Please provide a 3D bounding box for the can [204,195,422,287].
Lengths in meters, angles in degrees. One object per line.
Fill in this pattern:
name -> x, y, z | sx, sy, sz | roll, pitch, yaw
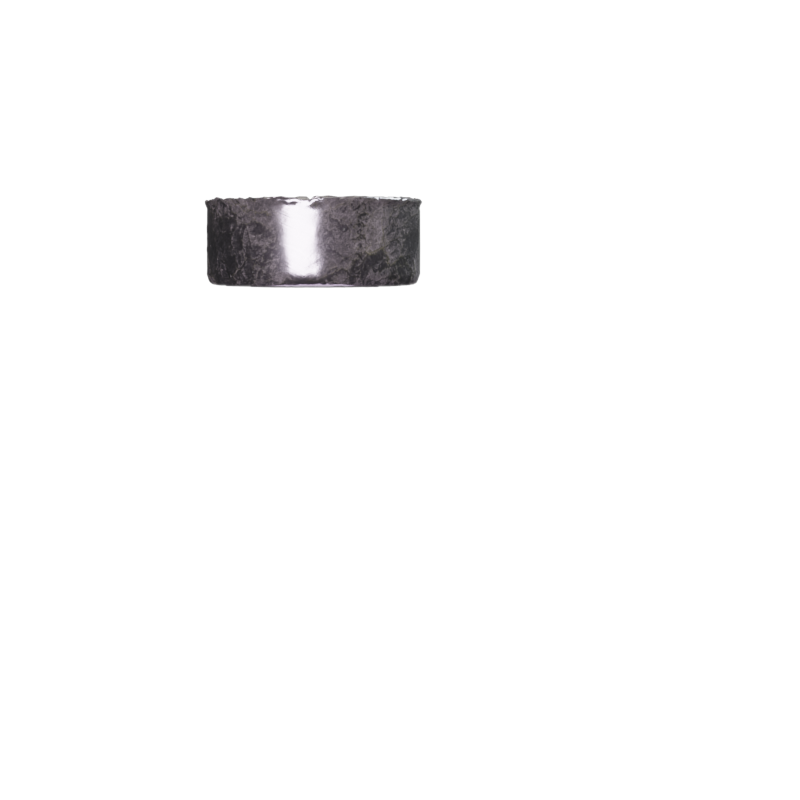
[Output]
can -> -0.034, -0.063, 0.440 | 0.086, 0.033, 0.087 | 0, 7, -2
